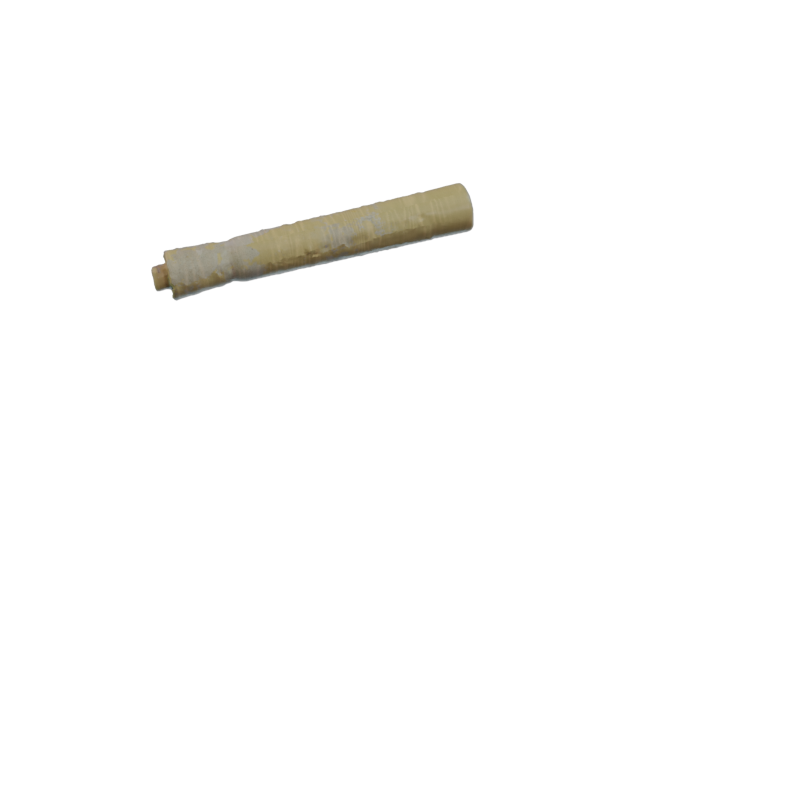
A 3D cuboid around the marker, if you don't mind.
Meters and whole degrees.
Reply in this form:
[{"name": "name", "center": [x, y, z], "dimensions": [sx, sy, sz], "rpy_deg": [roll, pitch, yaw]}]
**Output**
[{"name": "marker", "center": [-0.032, -0.059, 0.412], "dimensions": [0.120, 0.020, 0.020], "rpy_deg": [-14, 7, -10]}]
